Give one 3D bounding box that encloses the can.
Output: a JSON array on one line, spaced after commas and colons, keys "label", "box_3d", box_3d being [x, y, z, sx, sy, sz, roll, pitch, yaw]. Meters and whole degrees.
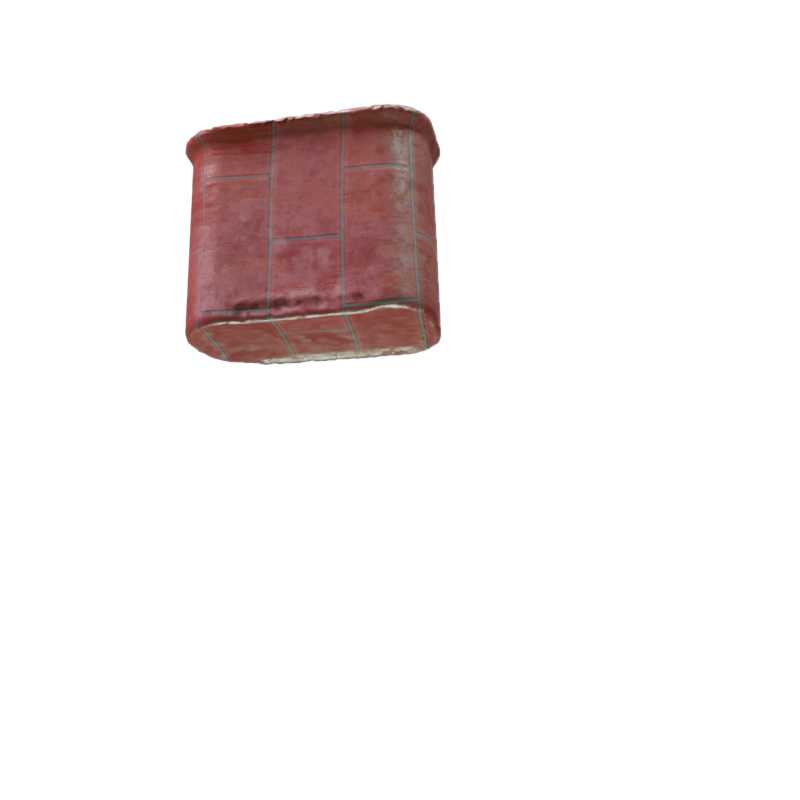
[{"label": "can", "box_3d": [-0.034, -0.063, 0.439, 0.103, 0.088, 0.054, -5, -22, 11]}]
